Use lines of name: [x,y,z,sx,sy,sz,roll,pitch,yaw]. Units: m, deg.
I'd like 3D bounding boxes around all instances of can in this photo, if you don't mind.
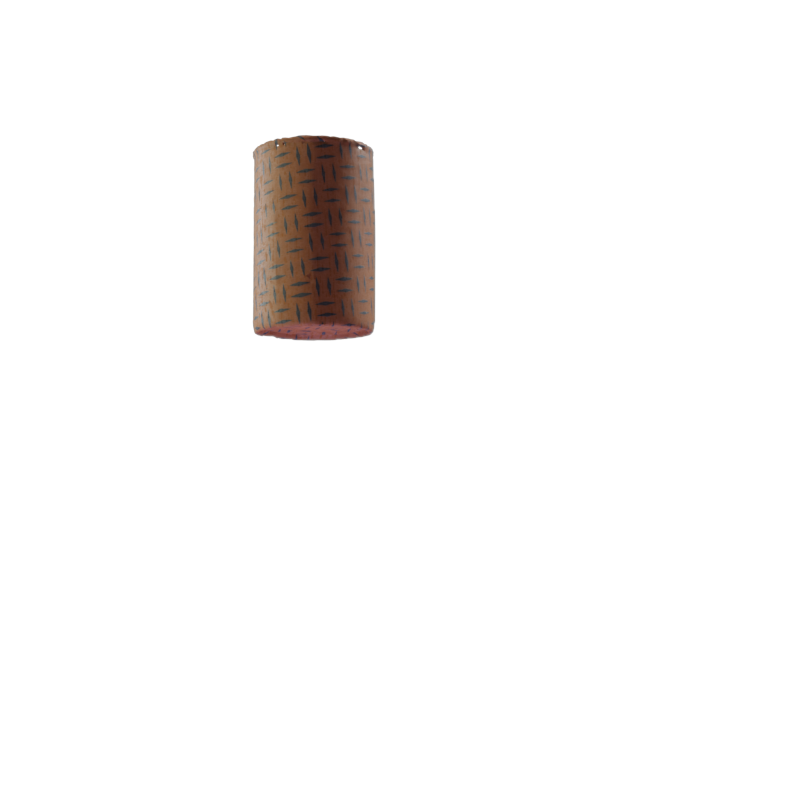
can: [-0.048,-0.087,0.611,0.068,0.105,0.067,0,-9,-2]
